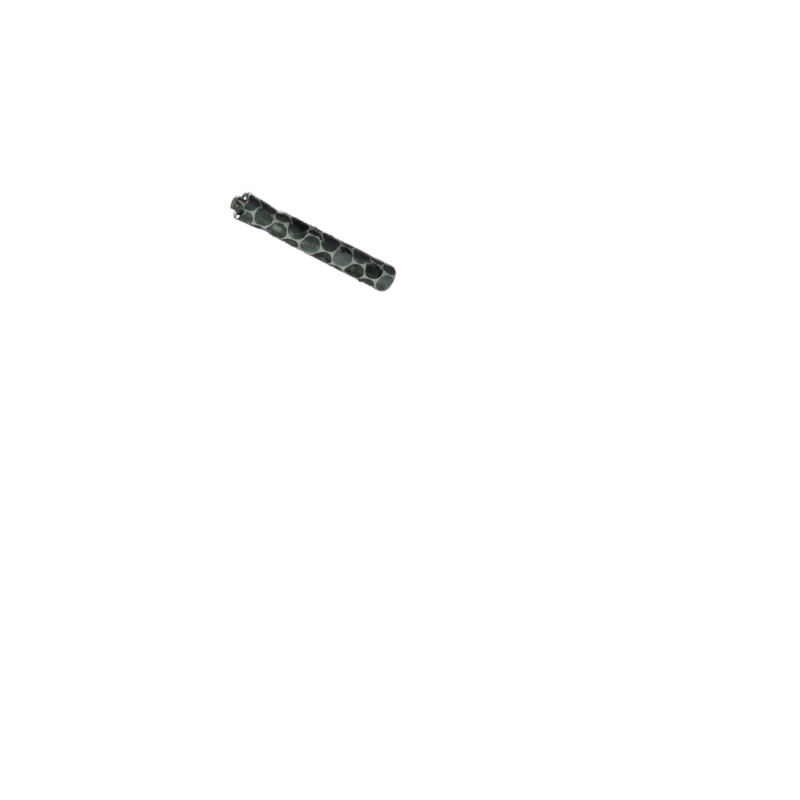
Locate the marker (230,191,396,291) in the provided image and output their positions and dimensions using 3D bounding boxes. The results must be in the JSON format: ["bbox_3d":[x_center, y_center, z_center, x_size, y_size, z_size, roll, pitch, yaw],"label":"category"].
[{"bbox_3d":[-0.055,-0.101,0.705,0.115,0.020,0.020,24,-8,-26],"label":"marker"}]
